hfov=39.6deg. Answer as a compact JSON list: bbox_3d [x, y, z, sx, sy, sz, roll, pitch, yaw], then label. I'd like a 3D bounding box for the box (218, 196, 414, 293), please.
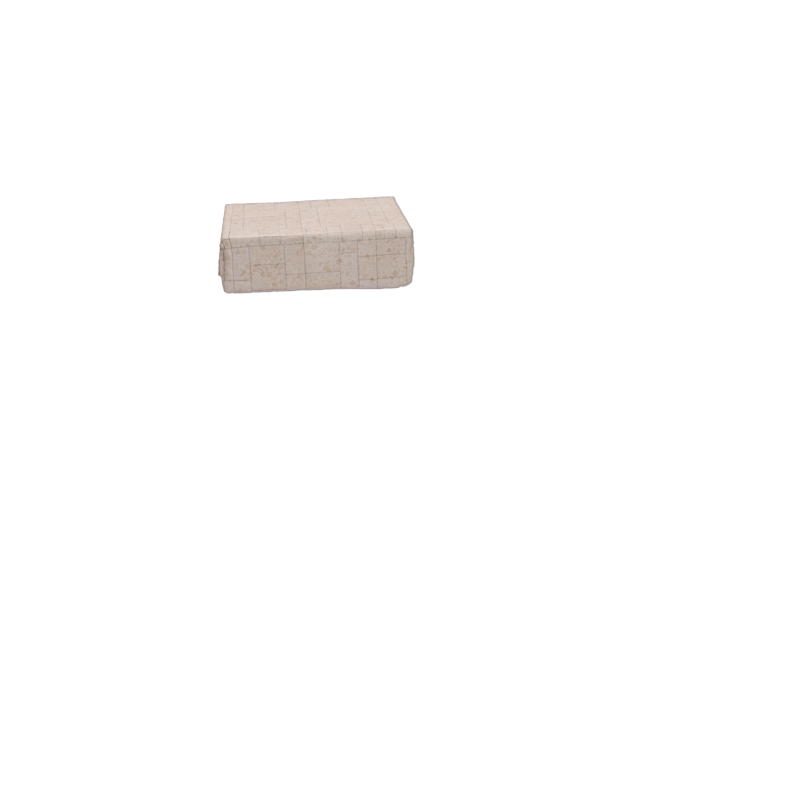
[{"bbox_3d":[-0.053,-0.096,0.674,0.113,0.037,0.094,-2,22,-4],"label":"box"}]
